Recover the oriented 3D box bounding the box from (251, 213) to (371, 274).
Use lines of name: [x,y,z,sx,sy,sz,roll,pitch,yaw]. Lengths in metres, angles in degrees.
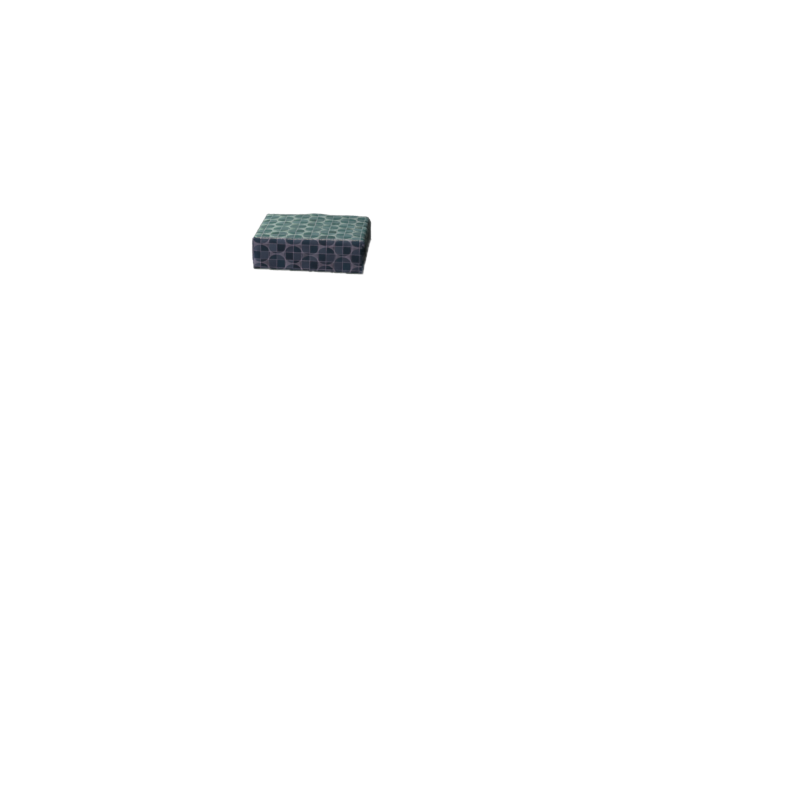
box: [-0.069,-0.127,0.889,0.090,0.029,0.076,2,23,4]
